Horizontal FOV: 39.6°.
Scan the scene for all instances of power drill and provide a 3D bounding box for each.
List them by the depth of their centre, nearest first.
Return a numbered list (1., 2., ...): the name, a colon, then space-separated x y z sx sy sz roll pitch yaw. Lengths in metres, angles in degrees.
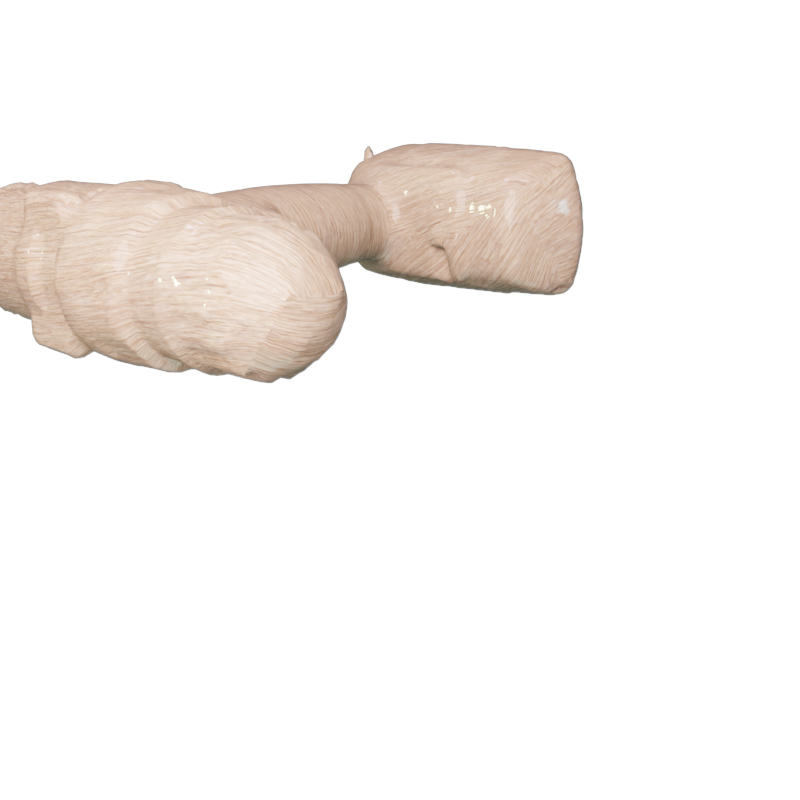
1. power drill: -0.029 -0.052 0.365 0.183 0.056 0.195 -12 19 -37
